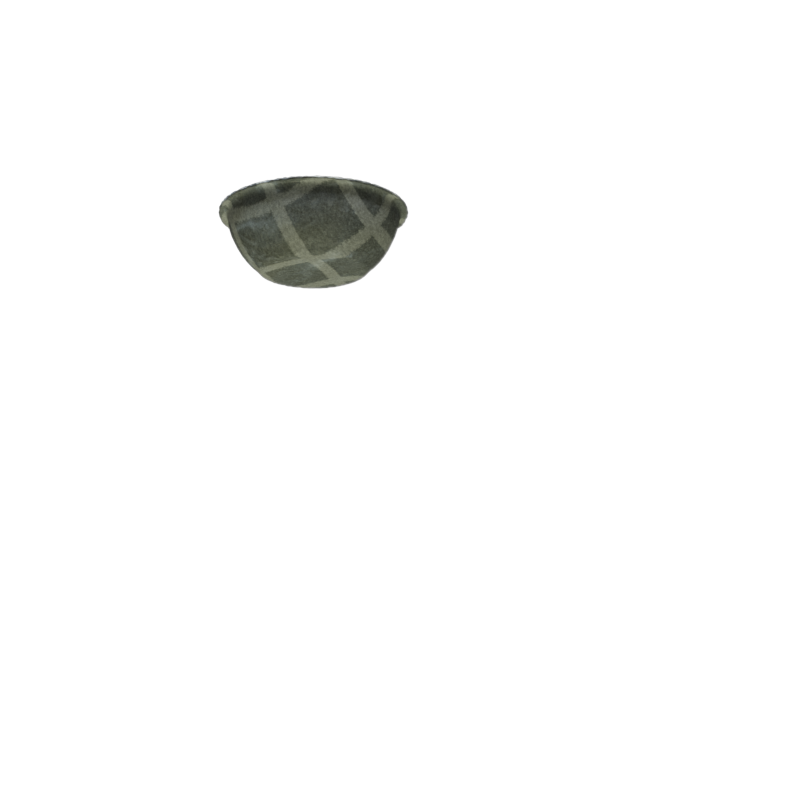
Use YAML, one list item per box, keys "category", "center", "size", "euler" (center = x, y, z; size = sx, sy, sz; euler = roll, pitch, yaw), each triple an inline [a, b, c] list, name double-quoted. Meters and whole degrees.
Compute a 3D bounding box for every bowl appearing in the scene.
- category: "bowl"
  center: [-0.073, -0.134, 0.938]
  size: [0.162, 0.057, 0.156]
  euler: [0, -14, -2]
